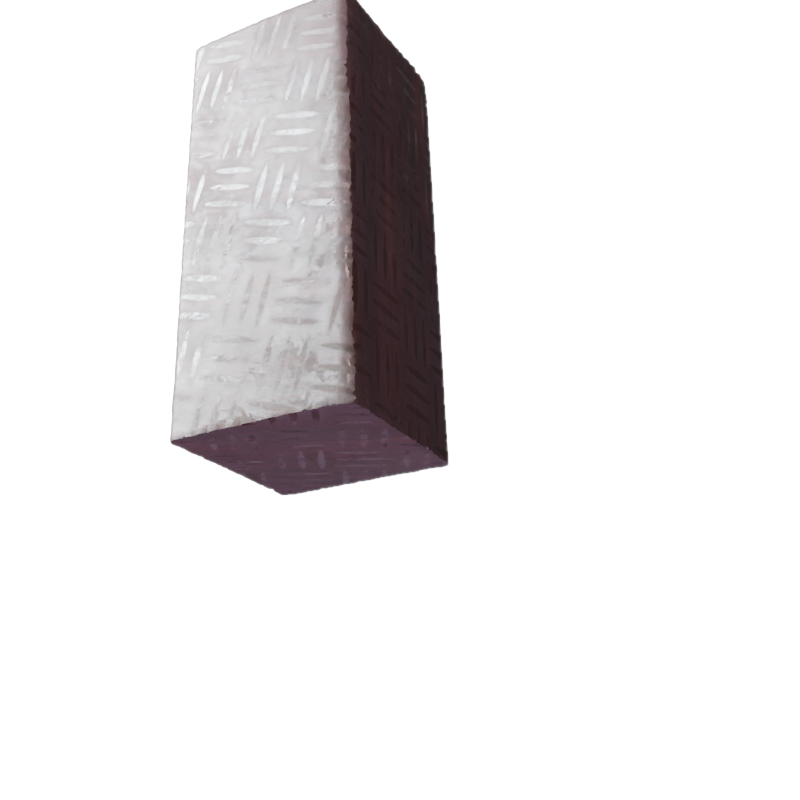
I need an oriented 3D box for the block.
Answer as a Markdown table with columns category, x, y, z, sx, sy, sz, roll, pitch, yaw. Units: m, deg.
| category | x | y | z | sx | sy | sz | roll | pitch | yaw |
| --- | --- | --- | --- | --- | --- | --- | --- | --- | --- |
| block | -0.040 | -0.074 | 0.519 | 0.091 | 0.219 | 0.084 | -16 | -30 | 25 |
